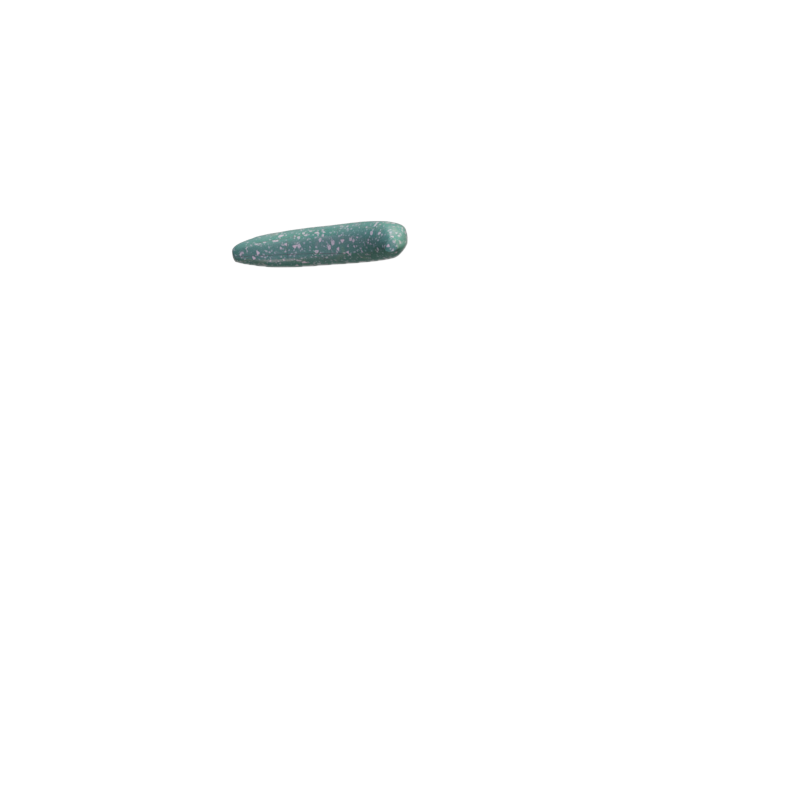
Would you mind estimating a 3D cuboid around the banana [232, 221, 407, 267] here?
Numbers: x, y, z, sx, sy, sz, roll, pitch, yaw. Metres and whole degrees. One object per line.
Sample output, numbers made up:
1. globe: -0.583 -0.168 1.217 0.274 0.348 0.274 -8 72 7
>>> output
1. banana: -0.064 -0.143 1.009 0.205 0.037 0.067 1 0 40
